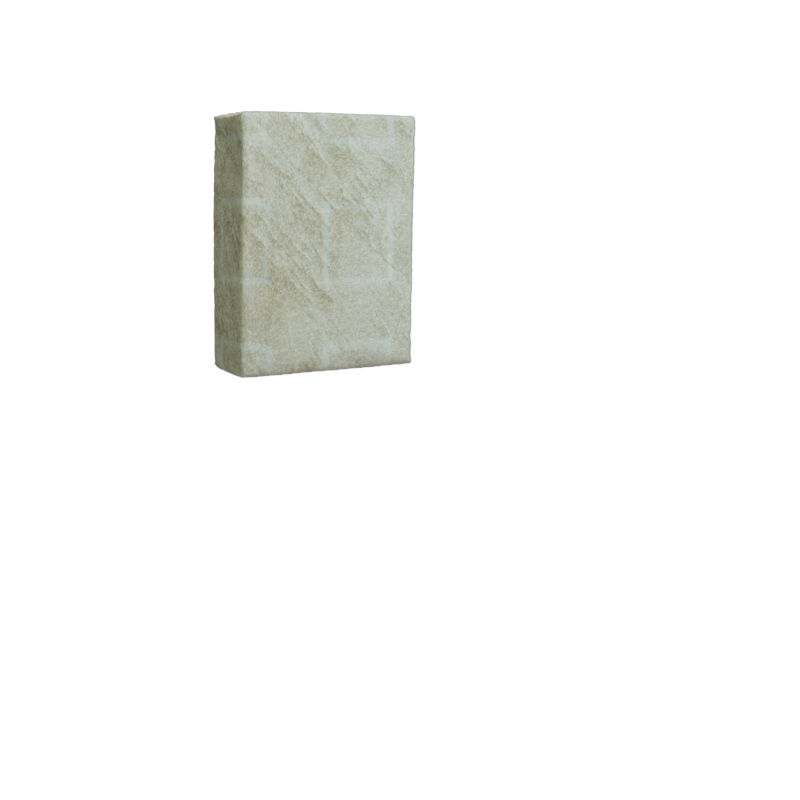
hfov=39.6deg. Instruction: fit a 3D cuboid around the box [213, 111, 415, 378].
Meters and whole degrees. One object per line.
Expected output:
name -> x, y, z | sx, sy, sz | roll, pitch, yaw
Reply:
box -> -0.073, -0.134, 0.936 | 0.159, 0.212, 0.075 | -3, 5, -30
